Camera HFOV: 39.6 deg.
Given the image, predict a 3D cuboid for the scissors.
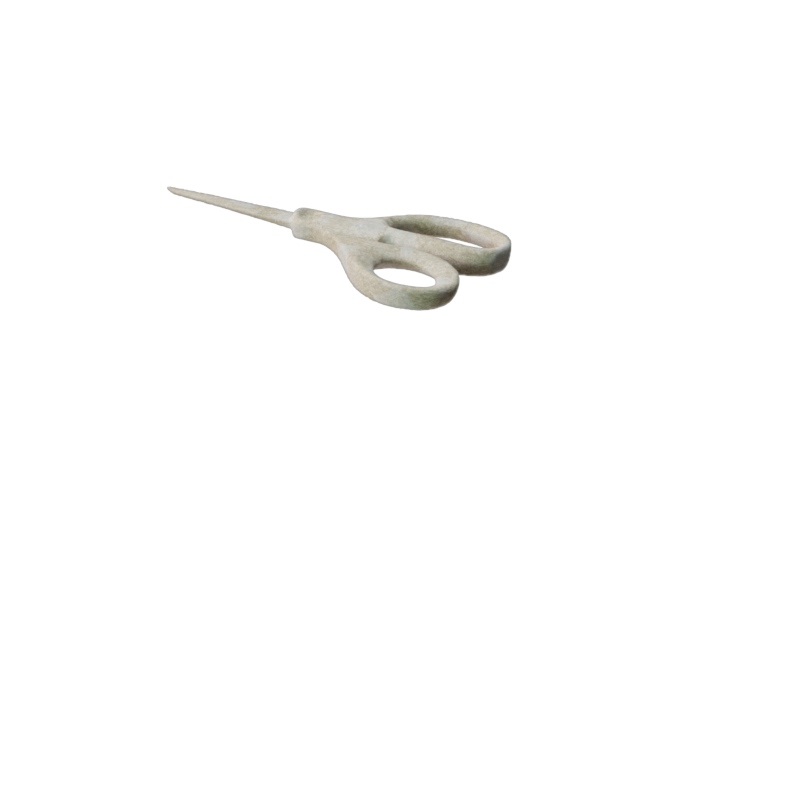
[{"bbox_3d":[-0.045,-0.083,0.580,0.206,0.015,0.100,8,32,13],"label":"scissors"}]
